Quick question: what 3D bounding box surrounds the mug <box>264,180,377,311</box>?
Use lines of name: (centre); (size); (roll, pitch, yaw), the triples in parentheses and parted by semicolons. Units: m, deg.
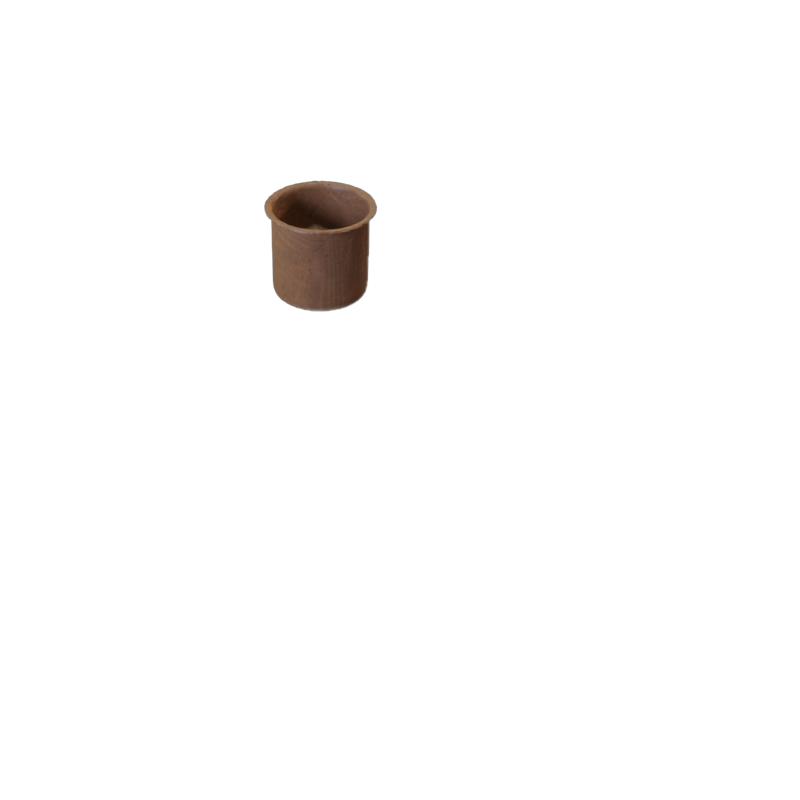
mug: (-0.074, -0.134, 0.940); (0.092, 0.076, 0.126); (-18, 39, -27)
